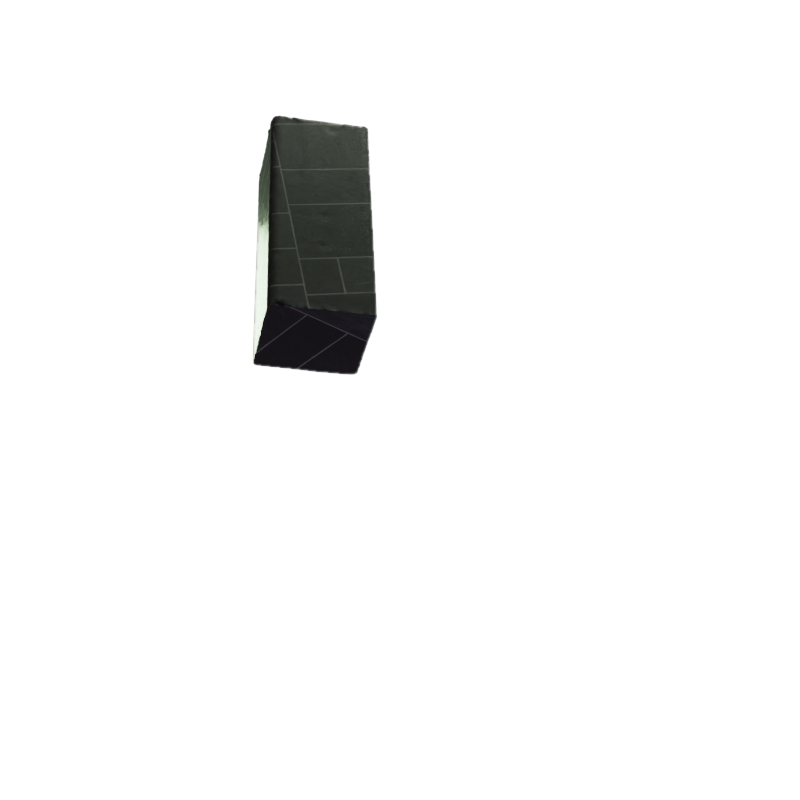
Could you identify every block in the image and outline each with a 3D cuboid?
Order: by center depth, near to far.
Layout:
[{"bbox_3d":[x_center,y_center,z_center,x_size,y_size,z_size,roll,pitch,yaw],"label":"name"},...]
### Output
[{"bbox_3d":[-0.075,-0.136,0.953,0.089,0.221,0.086,5,-36,-11],"label":"block"}]
